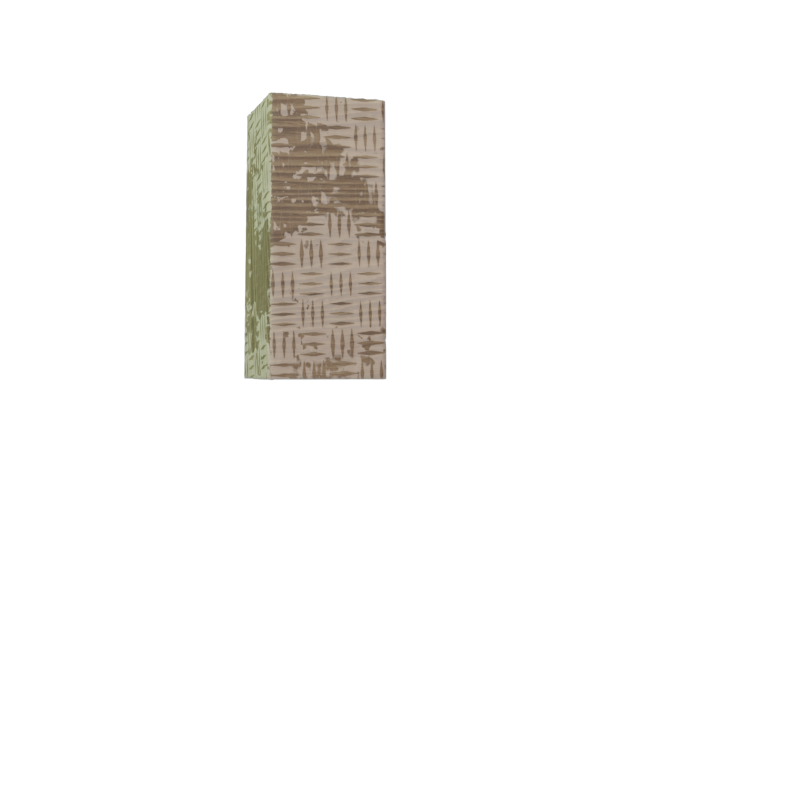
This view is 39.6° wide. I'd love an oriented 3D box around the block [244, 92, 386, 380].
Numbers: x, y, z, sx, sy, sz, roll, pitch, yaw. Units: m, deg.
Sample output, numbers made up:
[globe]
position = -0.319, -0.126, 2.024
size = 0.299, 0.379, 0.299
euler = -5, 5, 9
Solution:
[block]
position = -0.066, -0.120, 0.839
size = 0.089, 0.209, 0.091
euler = 1, -5, -17
